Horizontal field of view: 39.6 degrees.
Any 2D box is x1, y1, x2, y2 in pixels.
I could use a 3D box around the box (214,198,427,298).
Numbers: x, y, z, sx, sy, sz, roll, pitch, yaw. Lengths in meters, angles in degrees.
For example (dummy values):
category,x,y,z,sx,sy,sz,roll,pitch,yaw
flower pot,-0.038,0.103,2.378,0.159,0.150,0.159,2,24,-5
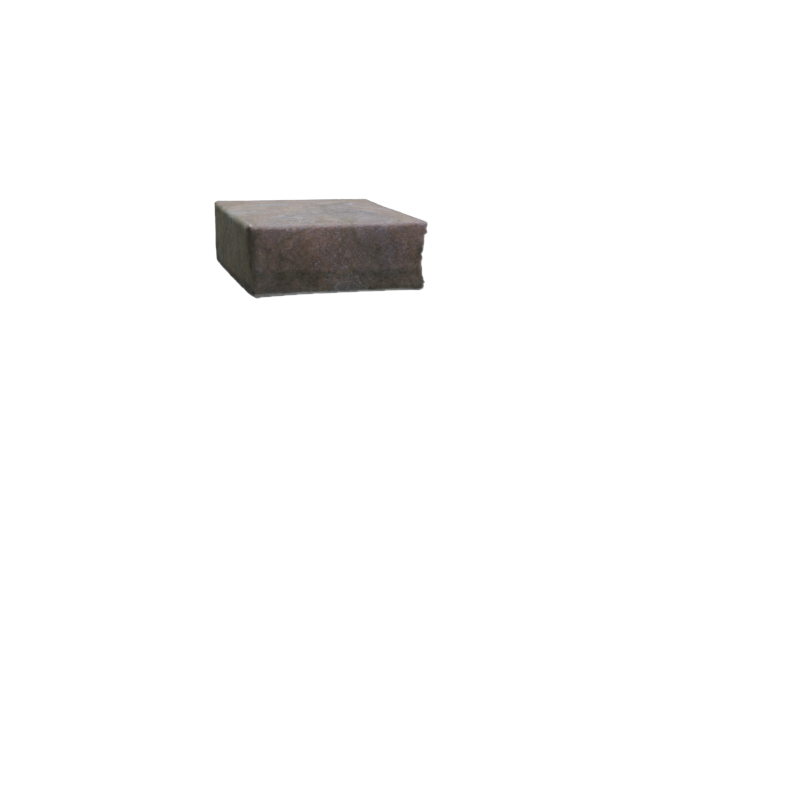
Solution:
category,x,y,z,sx,sy,sz,roll,pitch,yaw
box,-0.046,-0.083,0.582,0.088,0.038,0.119,-5,18,-15
